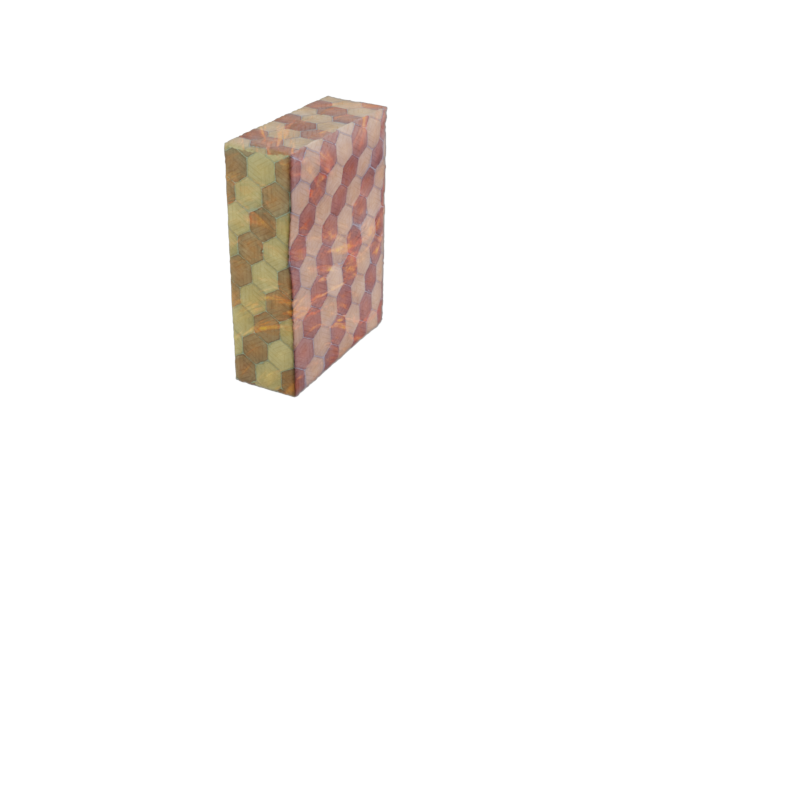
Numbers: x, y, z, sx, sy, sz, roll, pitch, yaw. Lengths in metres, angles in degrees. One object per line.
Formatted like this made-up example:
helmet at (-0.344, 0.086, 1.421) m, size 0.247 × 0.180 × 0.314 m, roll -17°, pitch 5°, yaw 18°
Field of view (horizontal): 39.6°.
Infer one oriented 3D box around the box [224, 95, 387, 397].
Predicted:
box at (-0.074, -0.136, 0.951) m, size 0.075 × 0.203 × 0.166 m, roll 13°, pitch 29°, yaw 24°
